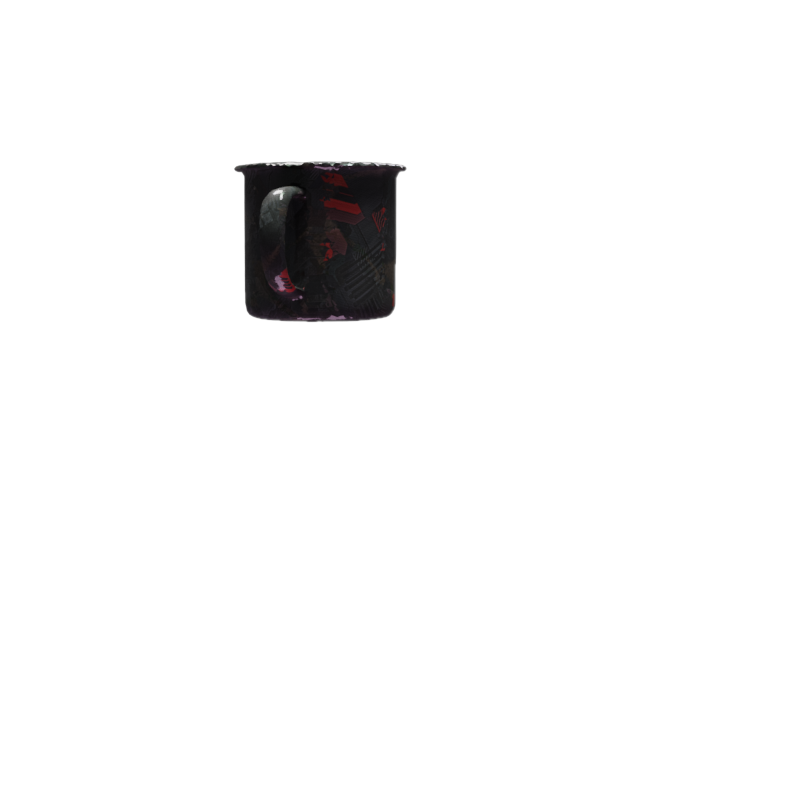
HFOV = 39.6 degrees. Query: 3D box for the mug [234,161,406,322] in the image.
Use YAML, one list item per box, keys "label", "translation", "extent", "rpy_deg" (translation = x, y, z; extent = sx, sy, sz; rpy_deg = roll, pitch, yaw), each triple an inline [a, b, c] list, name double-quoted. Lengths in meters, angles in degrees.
- label: "mug"
  translation: [-0.046, -0.084, 0.588]
  extent: [0.095, 0.081, 0.116]
  rpy_deg: [2, 6, 15]
